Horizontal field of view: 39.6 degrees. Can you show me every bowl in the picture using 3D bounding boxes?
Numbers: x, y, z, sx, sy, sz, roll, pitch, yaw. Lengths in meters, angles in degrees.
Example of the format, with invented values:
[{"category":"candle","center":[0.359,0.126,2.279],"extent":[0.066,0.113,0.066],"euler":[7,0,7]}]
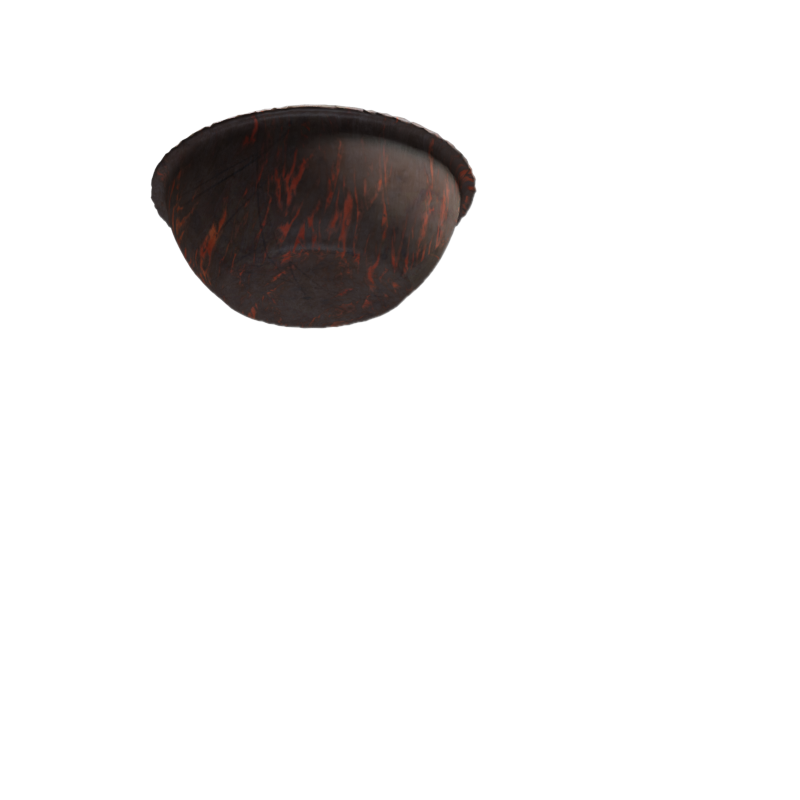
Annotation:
[{"category":"bowl","center":[-0.043,-0.078,0.544],"extent":[0.162,0.058,0.154],"euler":[1,-22,-2]}]
